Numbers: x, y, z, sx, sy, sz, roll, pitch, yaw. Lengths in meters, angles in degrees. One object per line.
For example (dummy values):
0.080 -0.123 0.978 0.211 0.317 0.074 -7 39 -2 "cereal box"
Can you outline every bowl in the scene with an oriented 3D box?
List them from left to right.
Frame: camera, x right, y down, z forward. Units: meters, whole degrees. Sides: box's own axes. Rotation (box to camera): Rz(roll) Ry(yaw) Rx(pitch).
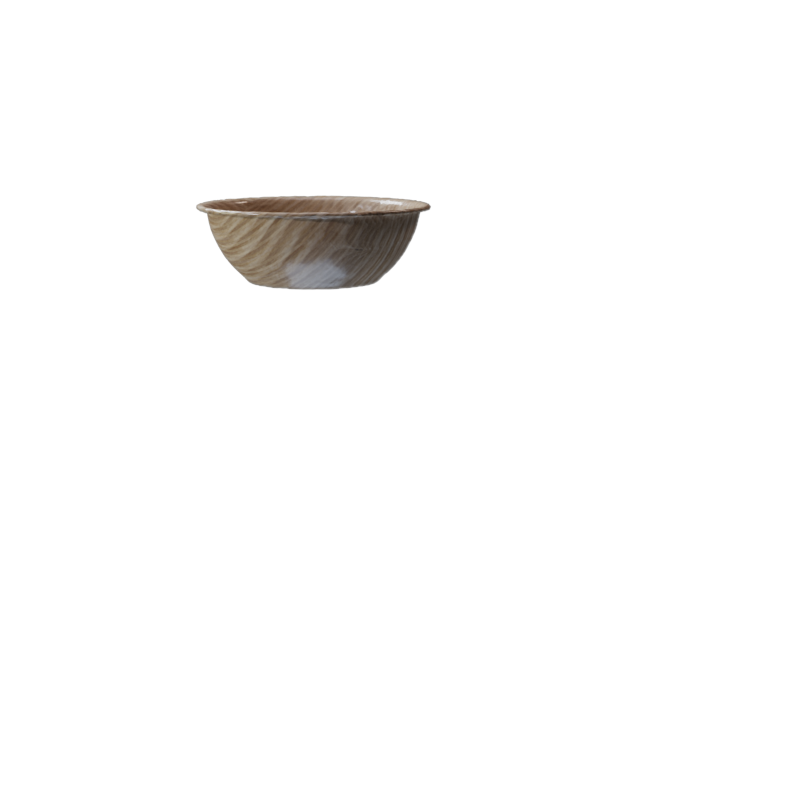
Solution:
-0.060 -0.110 0.769 0.162 0.054 0.166 0 13 -2 "bowl"
